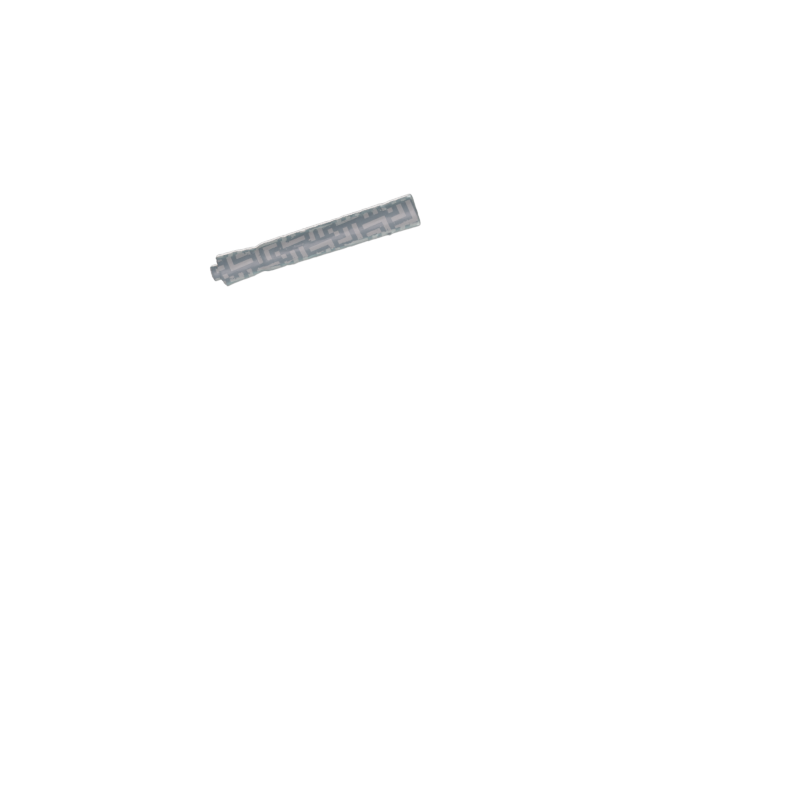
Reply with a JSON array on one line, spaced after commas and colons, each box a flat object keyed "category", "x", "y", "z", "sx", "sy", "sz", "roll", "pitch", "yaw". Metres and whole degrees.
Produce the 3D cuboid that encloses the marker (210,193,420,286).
[{"category": "marker", "x": -0.049, "y": -0.089, "z": 0.623, "sx": 0.121, "sy": 0.020, "sz": 0.020, "roll": -17, "pitch": 3, "yaw": 7}]
